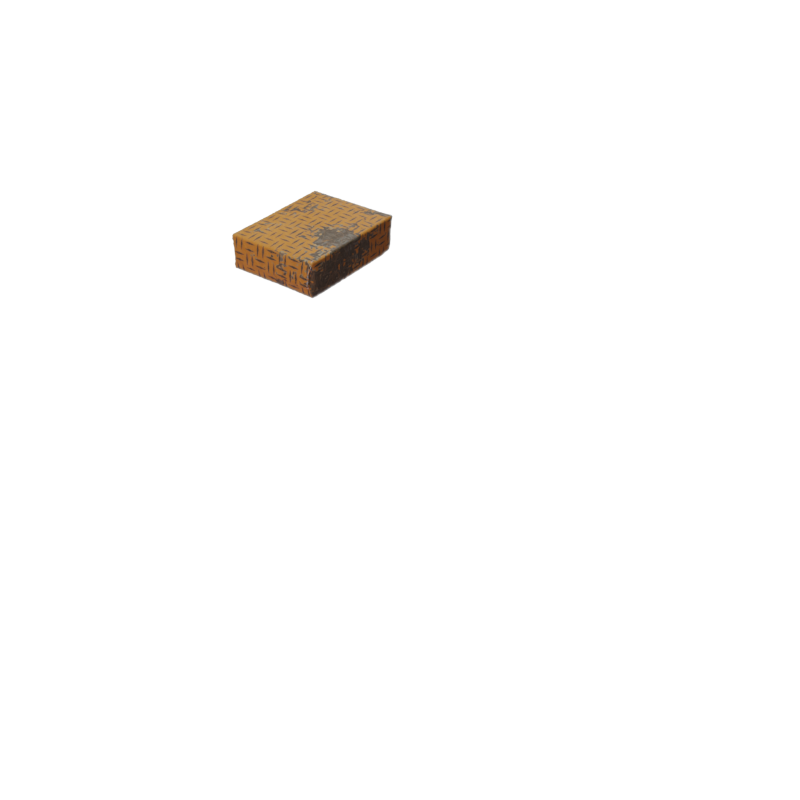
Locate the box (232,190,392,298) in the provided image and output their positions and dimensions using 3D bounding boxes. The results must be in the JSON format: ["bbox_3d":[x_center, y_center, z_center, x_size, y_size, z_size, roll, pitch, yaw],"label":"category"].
[{"bbox_3d":[-0.075,-0.137,0.959,0.095,0.037,0.114,22,38,31],"label":"box"}]
